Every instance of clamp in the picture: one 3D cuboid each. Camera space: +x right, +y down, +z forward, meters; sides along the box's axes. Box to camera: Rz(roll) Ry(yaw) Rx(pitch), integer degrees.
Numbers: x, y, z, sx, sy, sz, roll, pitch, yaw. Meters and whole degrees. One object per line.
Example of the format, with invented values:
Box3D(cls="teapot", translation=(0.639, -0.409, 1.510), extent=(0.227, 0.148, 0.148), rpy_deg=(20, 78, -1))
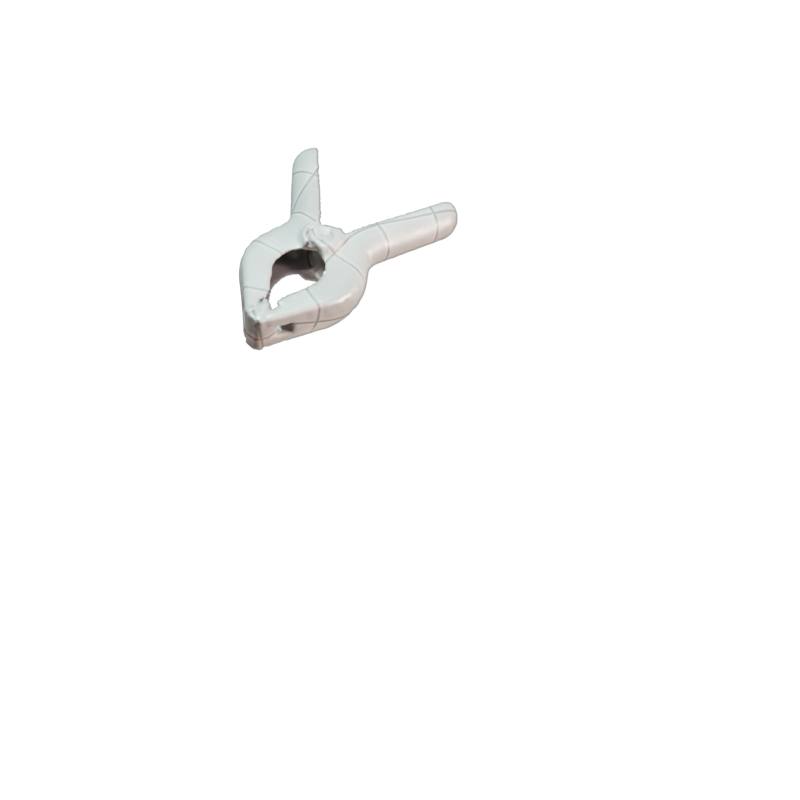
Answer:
Box3D(cls="clamp", translation=(-0.056, -0.101, 0.709), extent=(0.127, 0.037, 0.174), rpy_deg=(27, 49, 26))
